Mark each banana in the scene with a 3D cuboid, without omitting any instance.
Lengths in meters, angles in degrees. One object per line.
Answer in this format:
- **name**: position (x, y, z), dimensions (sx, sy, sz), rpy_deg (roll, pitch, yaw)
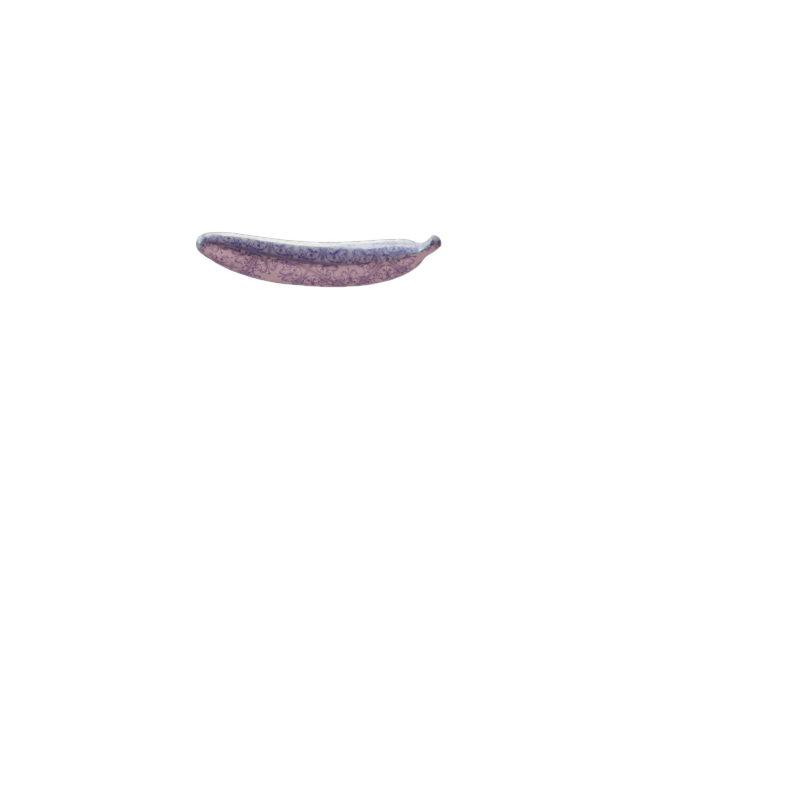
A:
- **banana**: position (-0.067, -0.121, 0.919), dimensions (0.198, 0.039, 0.065), rpy_deg (-1, -31, 2)
